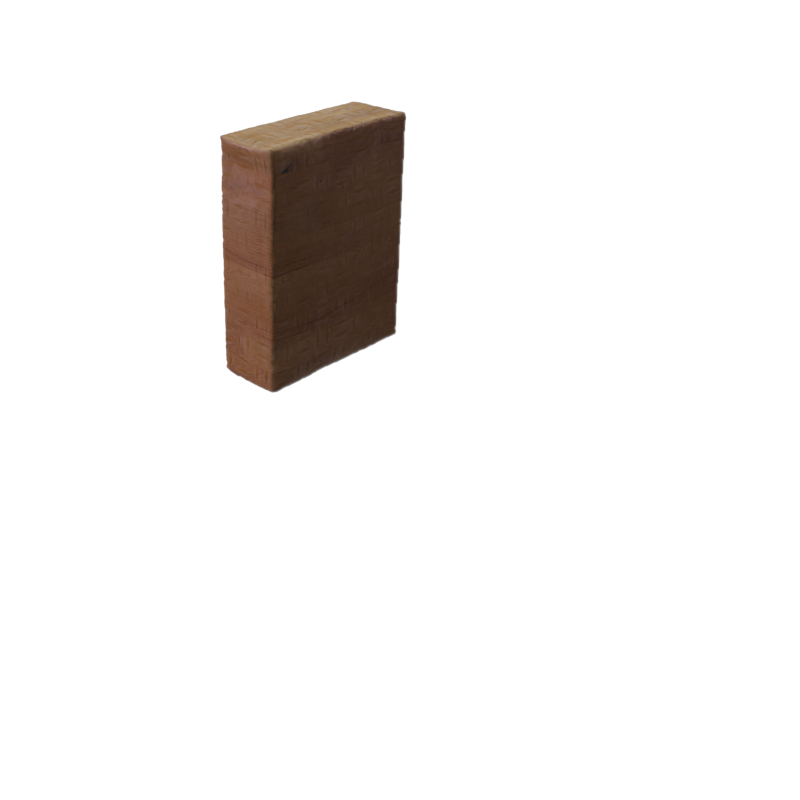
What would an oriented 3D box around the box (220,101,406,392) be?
[{"bbox_3d":[-0.075,-0.137,0.957,0.076,0.203,0.163,19,30,36],"label":"box"}]
